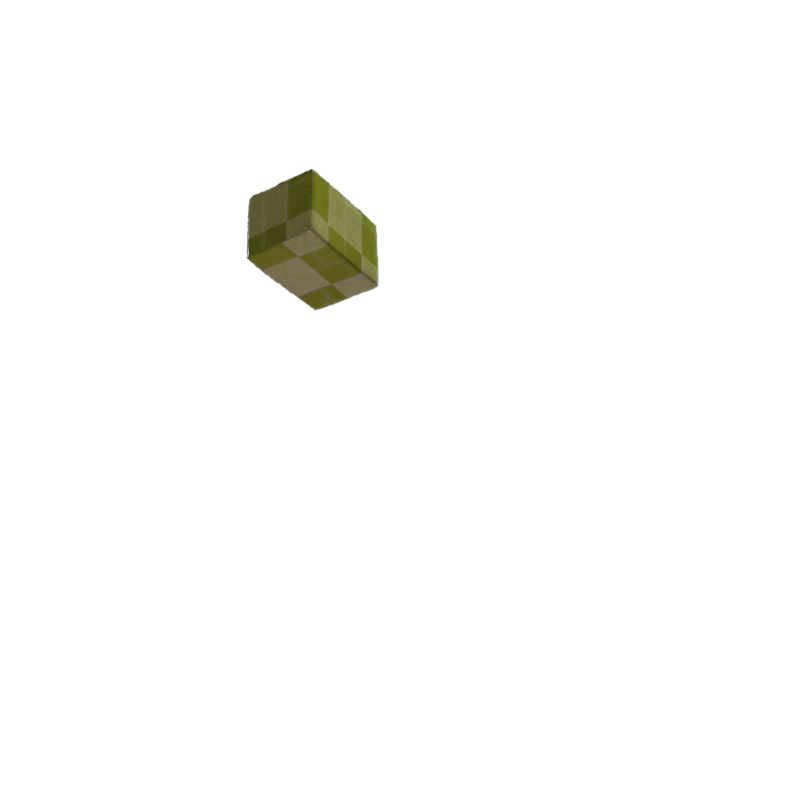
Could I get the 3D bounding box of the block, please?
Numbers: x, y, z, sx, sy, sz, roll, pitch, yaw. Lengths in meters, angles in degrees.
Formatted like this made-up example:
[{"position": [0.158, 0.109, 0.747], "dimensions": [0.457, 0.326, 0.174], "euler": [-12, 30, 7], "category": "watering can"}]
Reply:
[{"position": [-0.056, -0.103, 0.721], "dimensions": [0.053, 0.055, 0.072], "euler": [-20, -37, 27], "category": "block"}]
